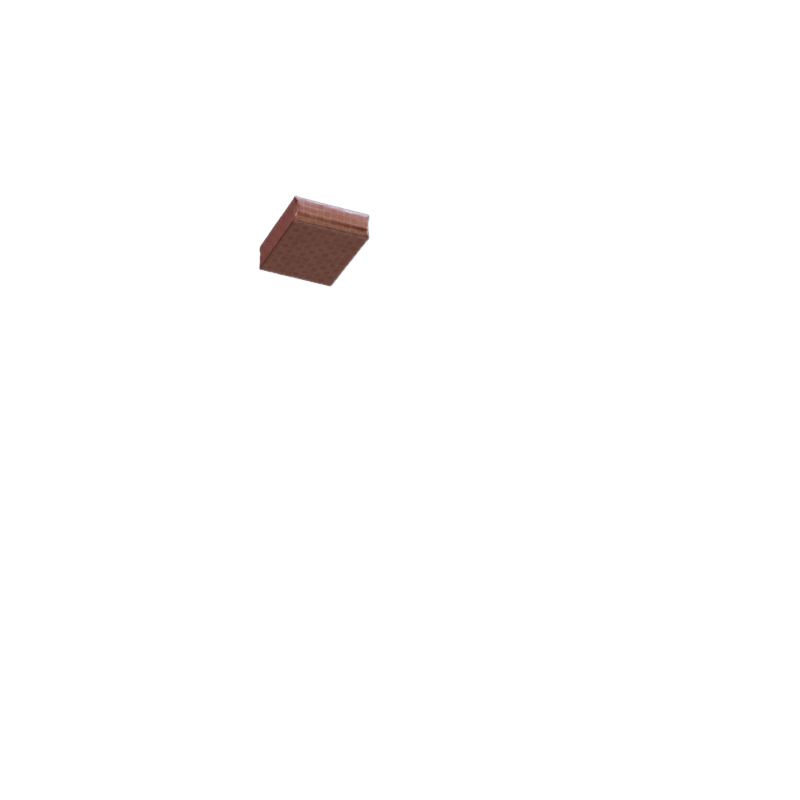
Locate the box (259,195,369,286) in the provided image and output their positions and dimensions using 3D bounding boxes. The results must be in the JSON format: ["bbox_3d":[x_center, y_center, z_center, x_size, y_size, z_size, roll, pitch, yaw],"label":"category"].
[{"bbox_3d":[-0.078,-0.143,0.999,0.071,0.032,0.087,13,-32,-22],"label":"box"}]
